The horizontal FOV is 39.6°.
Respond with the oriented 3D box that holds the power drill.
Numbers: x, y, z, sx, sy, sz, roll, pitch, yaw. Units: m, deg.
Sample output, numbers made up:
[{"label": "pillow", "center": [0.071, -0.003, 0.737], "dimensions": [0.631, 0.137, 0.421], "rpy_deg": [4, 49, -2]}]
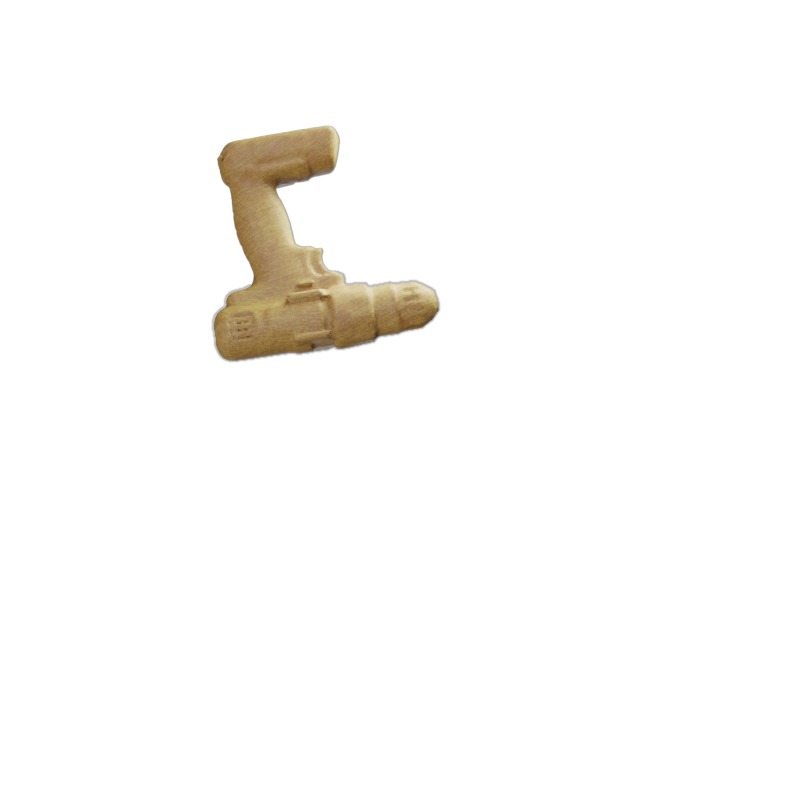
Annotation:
[{"label": "power drill", "center": [-0.072, -0.132, 0.922], "dimensions": [0.184, 0.197, 0.055], "rpy_deg": [-9, -19, -4]}]
